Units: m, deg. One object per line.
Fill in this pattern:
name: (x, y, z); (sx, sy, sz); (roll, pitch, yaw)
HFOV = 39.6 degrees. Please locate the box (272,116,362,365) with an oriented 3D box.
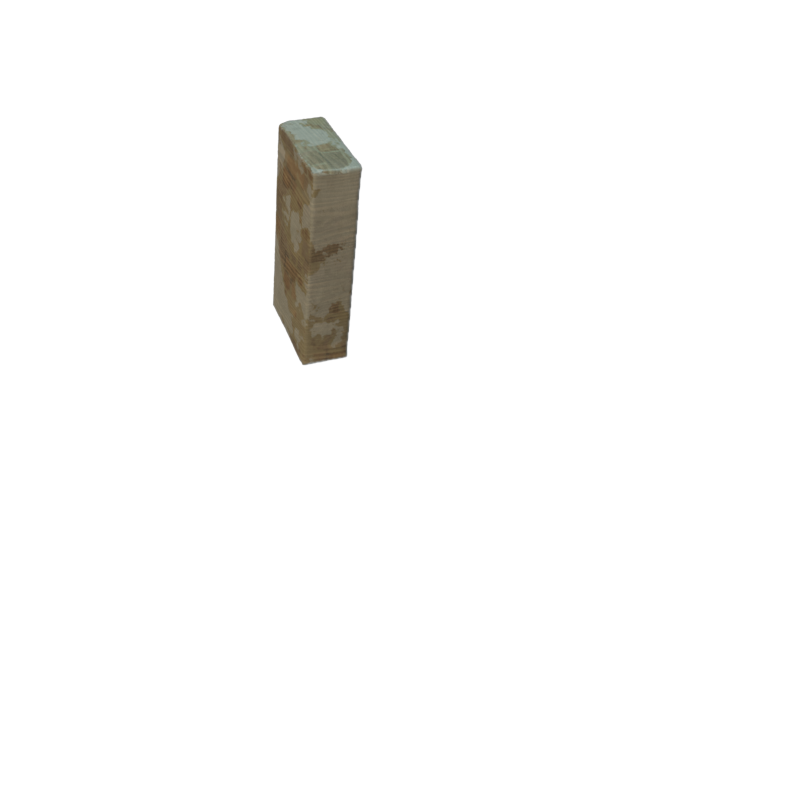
box: (-0.069, -0.126, 0.881); (0.047, 0.165, 0.101); (-10, 36, -18)
